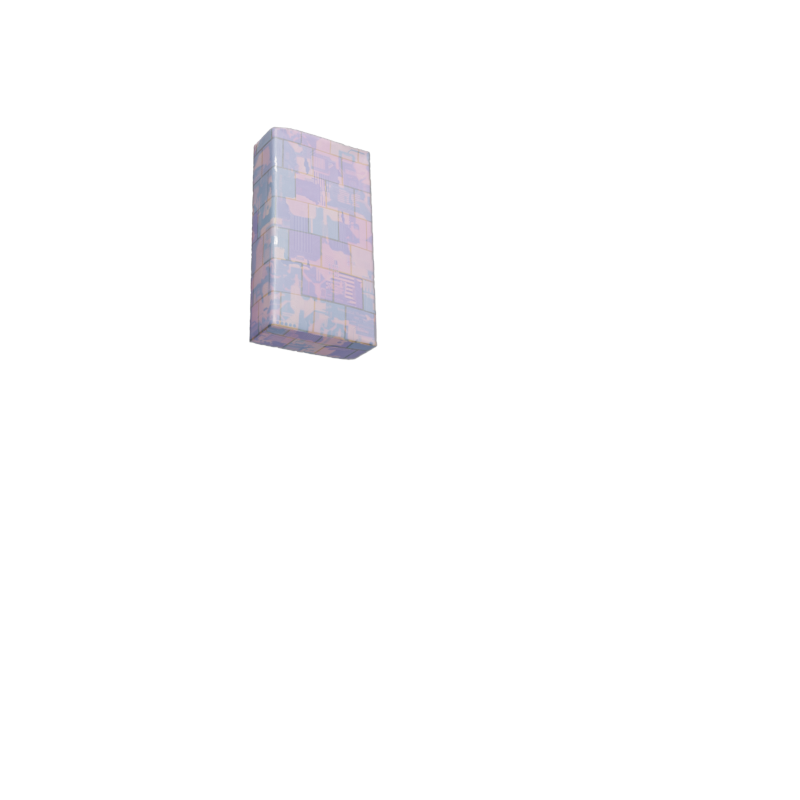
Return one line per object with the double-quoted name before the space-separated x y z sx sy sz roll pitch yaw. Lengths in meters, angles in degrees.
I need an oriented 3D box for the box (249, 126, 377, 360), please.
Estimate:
"box" -0.068 -0.125 0.872 0.089 0.186 0.047 11 -27 -27
